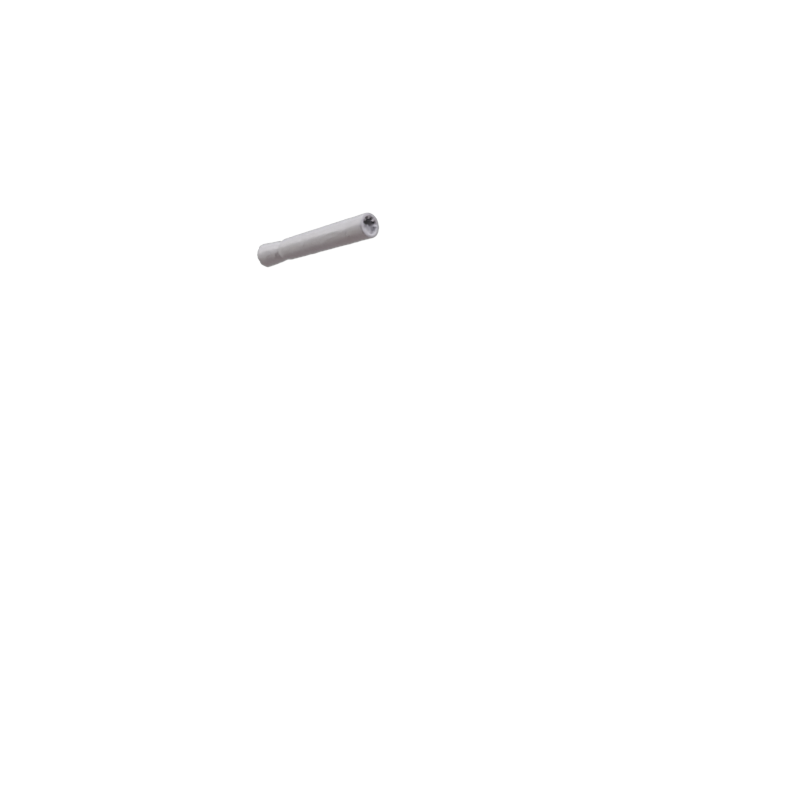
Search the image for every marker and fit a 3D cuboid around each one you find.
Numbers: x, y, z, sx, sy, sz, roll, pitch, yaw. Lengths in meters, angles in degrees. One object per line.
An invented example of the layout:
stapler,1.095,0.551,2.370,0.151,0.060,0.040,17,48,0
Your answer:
marker,-0.065,-0.119,0.832,0.124,0.020,0.019,-8,-3,44
